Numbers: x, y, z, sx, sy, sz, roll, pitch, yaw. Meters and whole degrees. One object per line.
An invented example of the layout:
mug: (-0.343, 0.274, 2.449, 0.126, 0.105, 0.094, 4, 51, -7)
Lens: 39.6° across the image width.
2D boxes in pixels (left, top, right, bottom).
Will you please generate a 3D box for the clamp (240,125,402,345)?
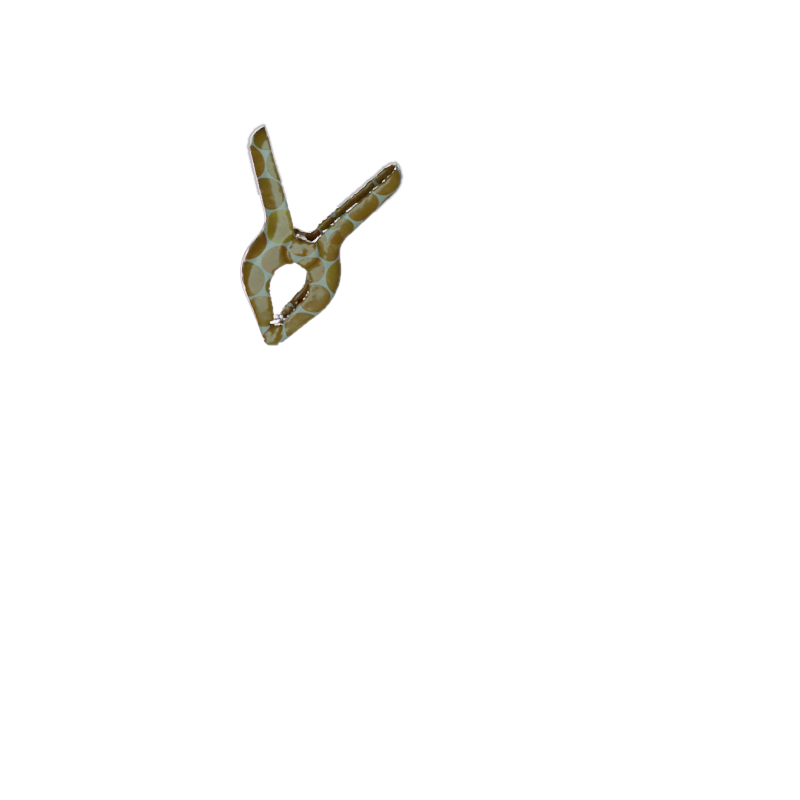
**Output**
clamp: (-0.068, -0.123, 0.864, 0.119, 0.165, 0.041, 9, 20, -4)
